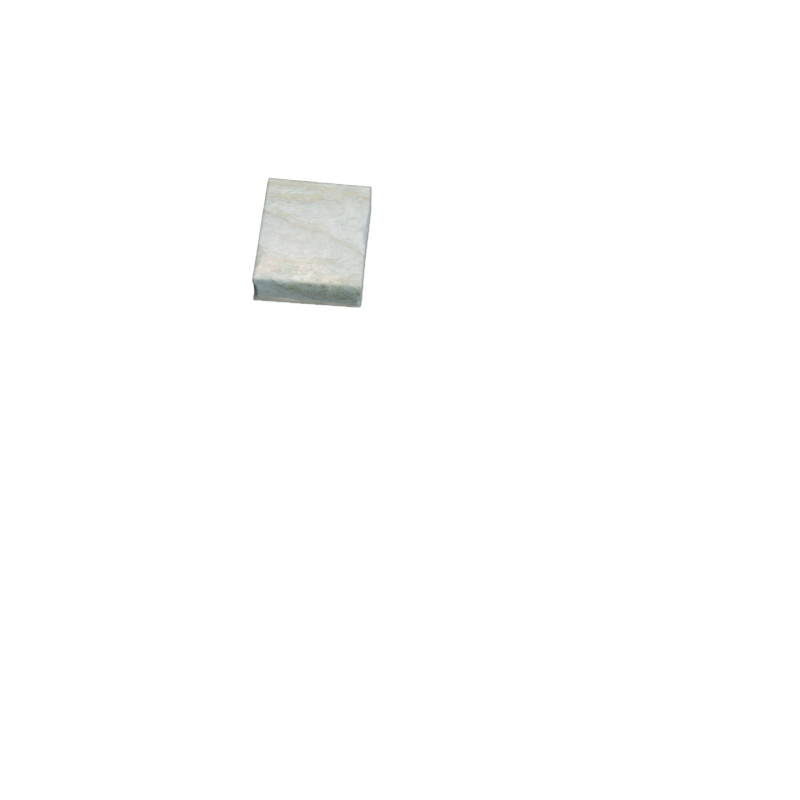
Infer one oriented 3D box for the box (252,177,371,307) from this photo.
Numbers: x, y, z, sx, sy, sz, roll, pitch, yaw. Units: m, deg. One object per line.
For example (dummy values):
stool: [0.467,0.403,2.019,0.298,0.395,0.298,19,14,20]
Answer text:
box: [-0.059,-0.107,0.750,0.073,0.095,0.028,4,-35,2]
